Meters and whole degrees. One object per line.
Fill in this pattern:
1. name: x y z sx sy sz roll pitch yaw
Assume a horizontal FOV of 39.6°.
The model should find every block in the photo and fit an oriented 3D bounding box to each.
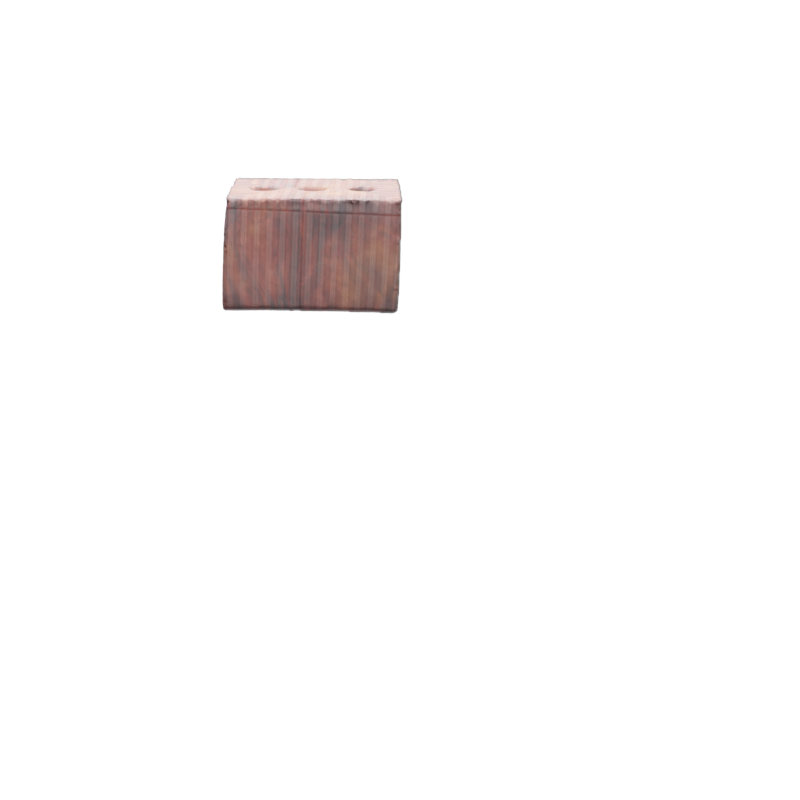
1. block: -0.039 -0.072 0.502 0.078 0.049 0.055 0 18 0
